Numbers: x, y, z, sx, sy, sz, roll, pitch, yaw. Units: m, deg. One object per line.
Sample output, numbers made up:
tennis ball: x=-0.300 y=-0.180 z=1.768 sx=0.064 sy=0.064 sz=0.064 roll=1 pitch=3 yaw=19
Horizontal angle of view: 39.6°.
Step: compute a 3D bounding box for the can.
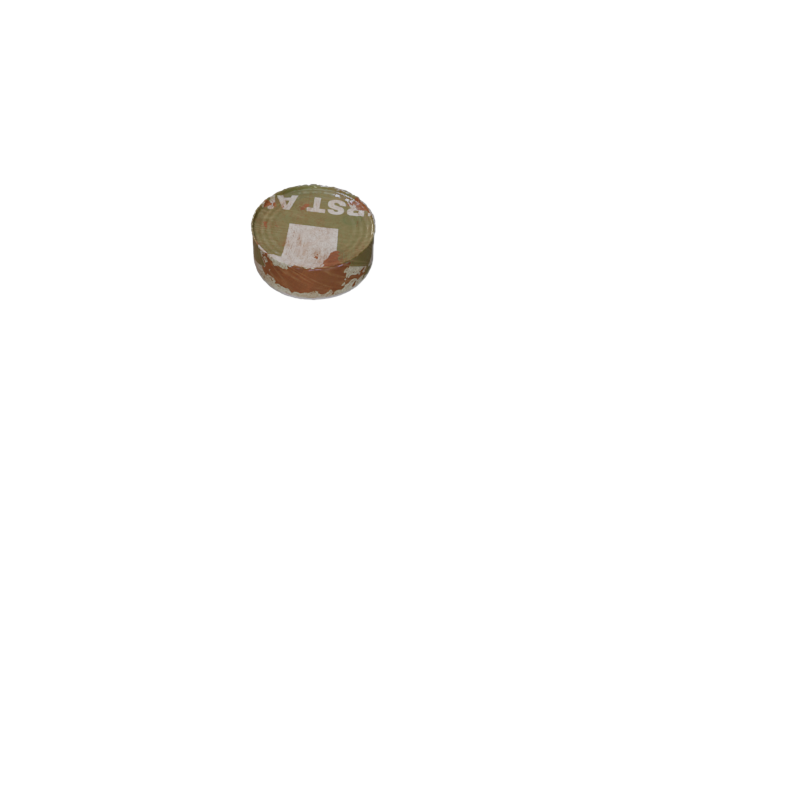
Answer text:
can: x=-0.060 y=-0.110 z=0.772 sx=0.086 sy=0.092 sz=0.031 roll=-1 pitch=-43 yaw=-1
